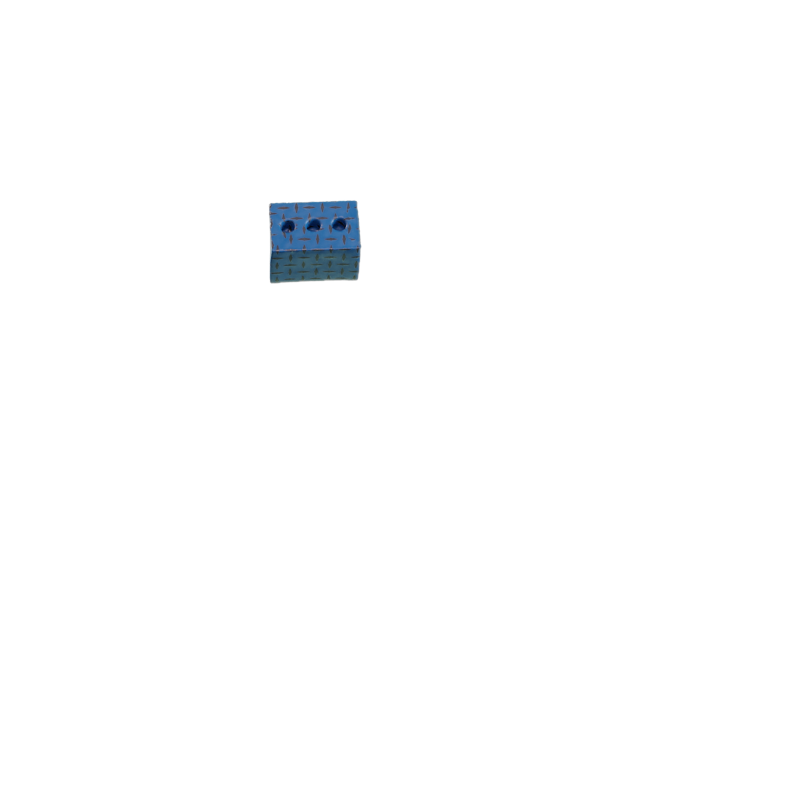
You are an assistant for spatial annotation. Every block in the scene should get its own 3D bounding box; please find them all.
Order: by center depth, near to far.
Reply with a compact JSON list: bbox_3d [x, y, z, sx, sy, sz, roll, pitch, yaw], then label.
[{"bbox_3d":[-0.075,-0.136,0.956,0.078,0.056,0.048,-3,-30,-3],"label":"block"}]
